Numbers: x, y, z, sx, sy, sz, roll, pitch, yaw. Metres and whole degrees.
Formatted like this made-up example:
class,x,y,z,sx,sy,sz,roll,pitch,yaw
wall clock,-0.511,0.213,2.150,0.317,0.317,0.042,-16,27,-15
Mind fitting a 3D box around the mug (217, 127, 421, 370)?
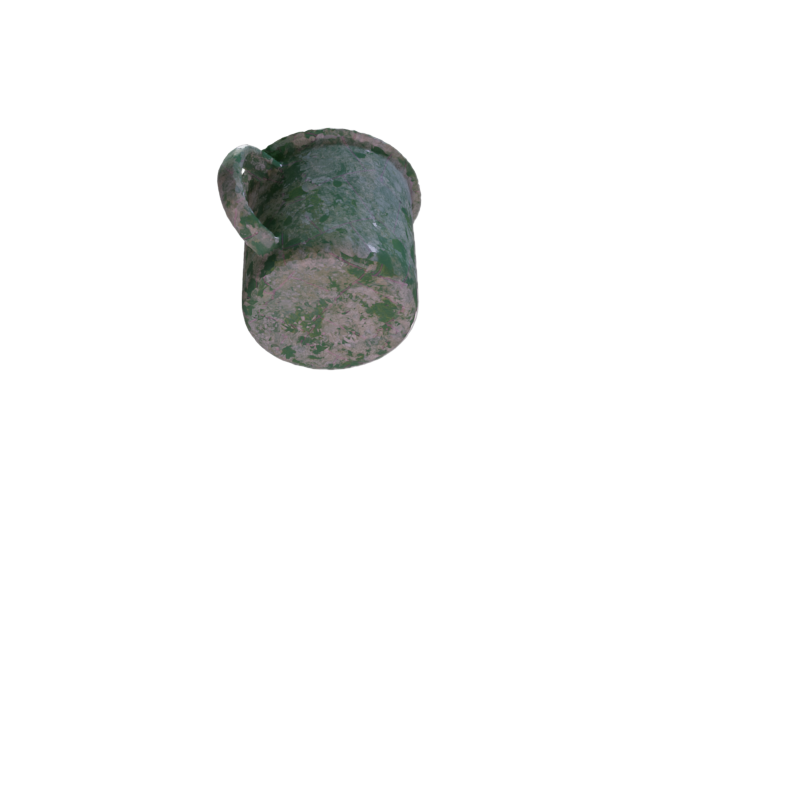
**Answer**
class,x,y,z,sx,sy,sz,roll,pitch,yaw
mug,-0.041,-0.075,0.525,0.093,0.087,0.109,-29,-49,27
